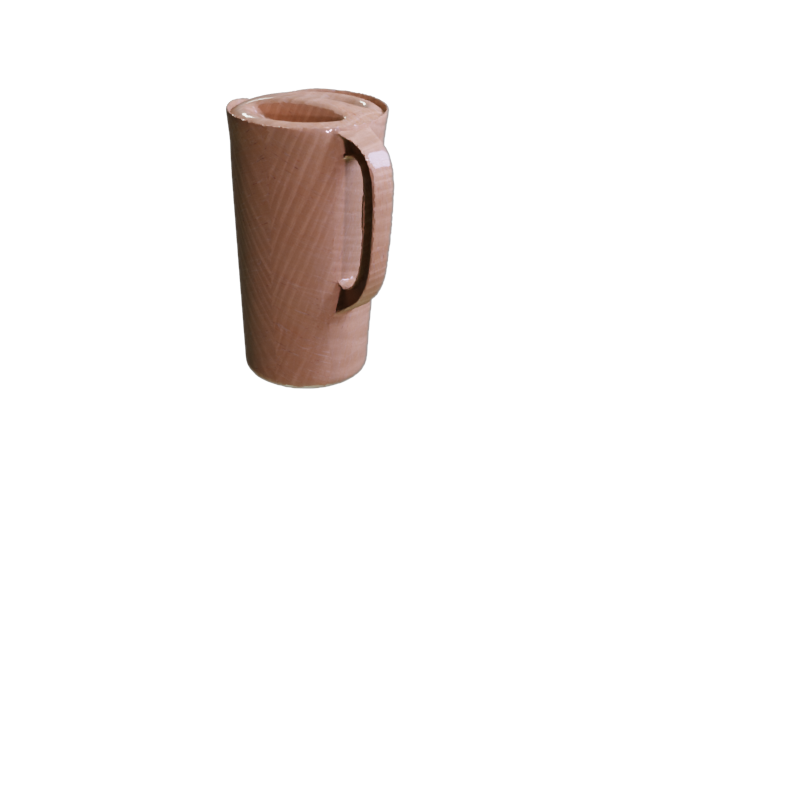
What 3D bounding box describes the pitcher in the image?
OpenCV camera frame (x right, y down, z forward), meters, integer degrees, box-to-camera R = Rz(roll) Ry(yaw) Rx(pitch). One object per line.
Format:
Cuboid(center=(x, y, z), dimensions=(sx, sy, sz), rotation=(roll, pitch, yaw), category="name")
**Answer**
Cuboid(center=(-0.073, -0.133, 0.935), dimensions=(0.147, 0.231, 0.155), rotation=(4, 24, 6), category="pitcher")
